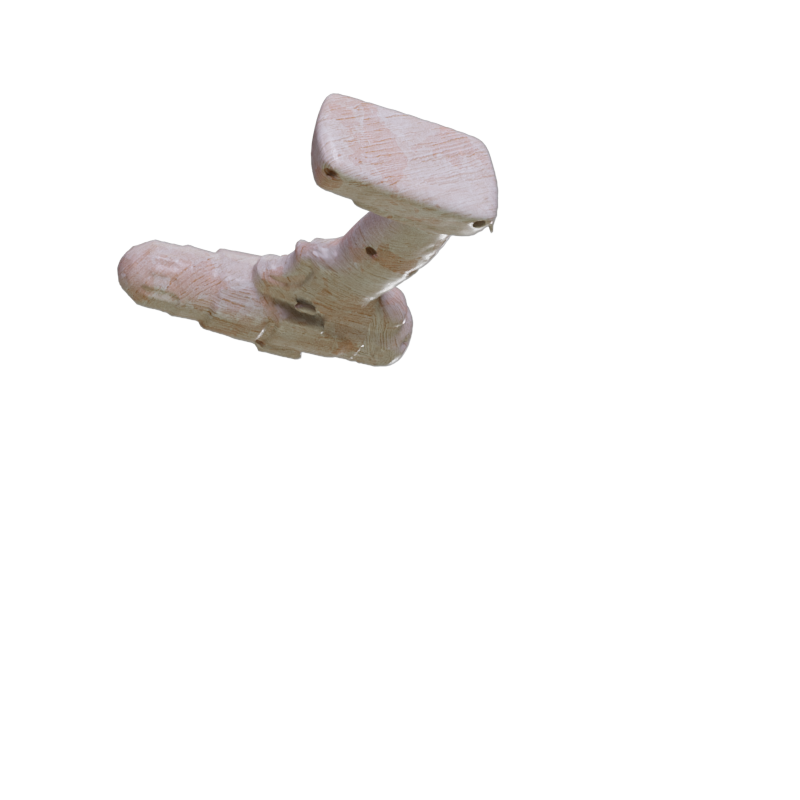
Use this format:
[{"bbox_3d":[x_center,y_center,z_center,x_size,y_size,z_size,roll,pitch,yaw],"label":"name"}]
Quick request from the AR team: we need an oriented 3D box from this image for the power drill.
[{"bbox_3d":[-0.048,-0.088,0.617,0.178,0.061,0.183,13,-31,-23],"label":"power drill"}]
